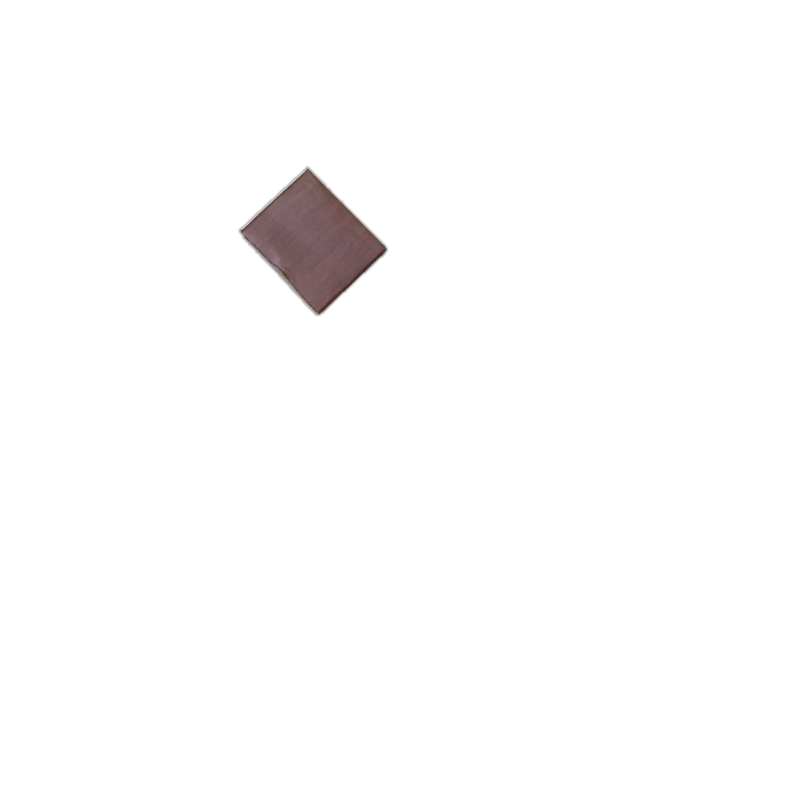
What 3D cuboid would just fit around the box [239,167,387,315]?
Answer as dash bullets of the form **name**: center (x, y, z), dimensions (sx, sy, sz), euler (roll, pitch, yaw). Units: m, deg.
- **box**: center (-0.067, -0.121, 0.848), dimensions (0.073, 0.090, 0.030), euler (-43, -4, -4)
